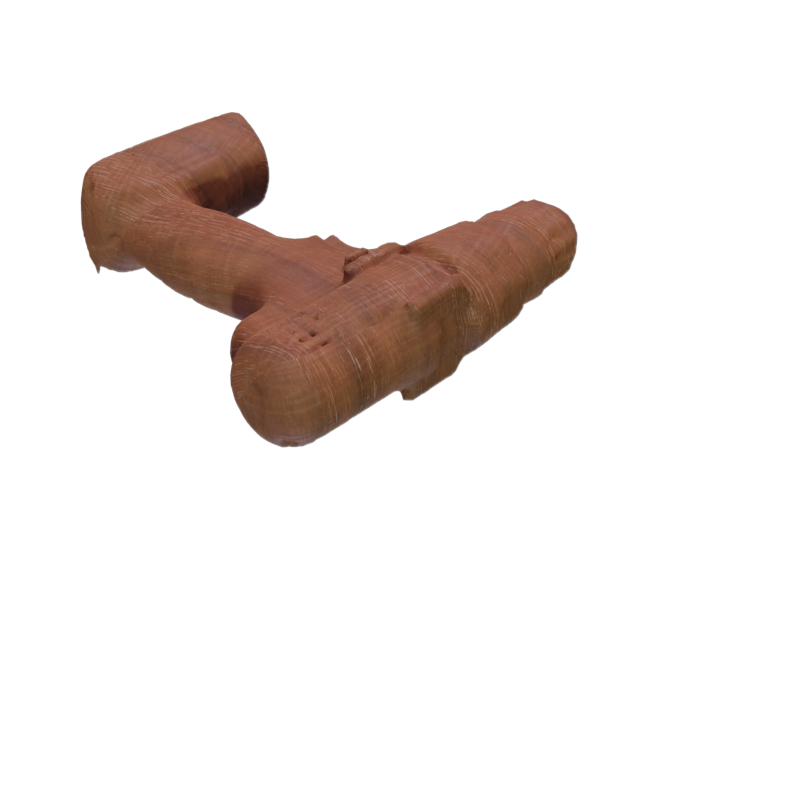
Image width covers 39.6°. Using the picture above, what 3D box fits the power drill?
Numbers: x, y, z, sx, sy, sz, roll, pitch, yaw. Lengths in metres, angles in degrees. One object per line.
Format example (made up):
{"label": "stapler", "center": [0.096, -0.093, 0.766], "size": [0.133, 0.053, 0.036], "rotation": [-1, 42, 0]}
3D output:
{"label": "power drill", "center": [-0.039, -0.071, 0.498], "size": [0.184, 0.054, 0.200], "rotation": [-30, 45, -35]}
